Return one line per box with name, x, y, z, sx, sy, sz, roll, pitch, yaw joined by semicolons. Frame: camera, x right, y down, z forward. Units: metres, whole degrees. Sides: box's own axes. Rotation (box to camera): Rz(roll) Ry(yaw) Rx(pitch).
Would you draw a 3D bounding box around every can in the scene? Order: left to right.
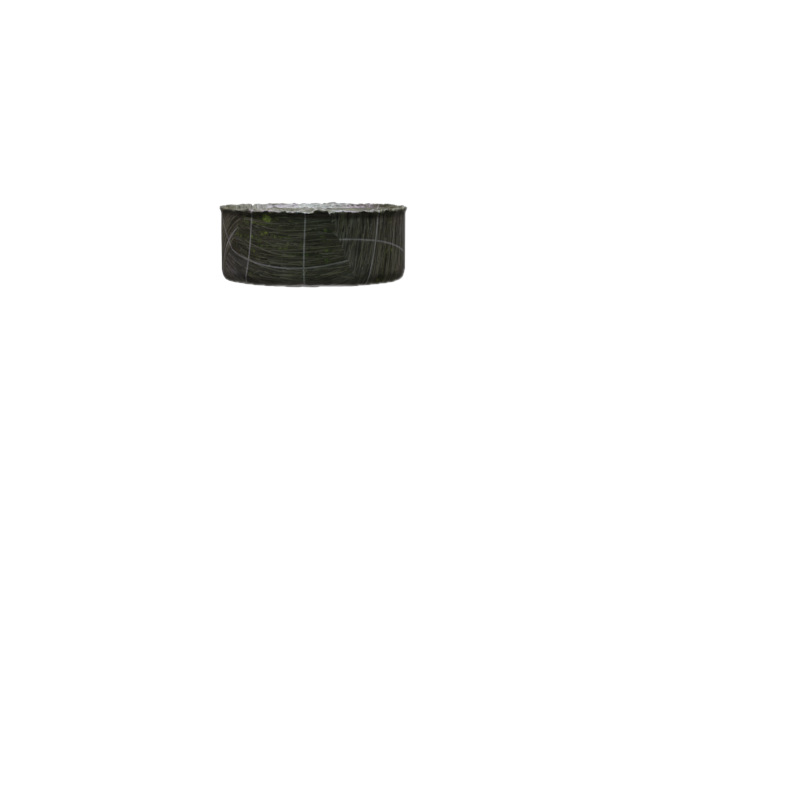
can;-0.040;-0.073;0.510;0.086;0.033;0.088;0;11;-2
